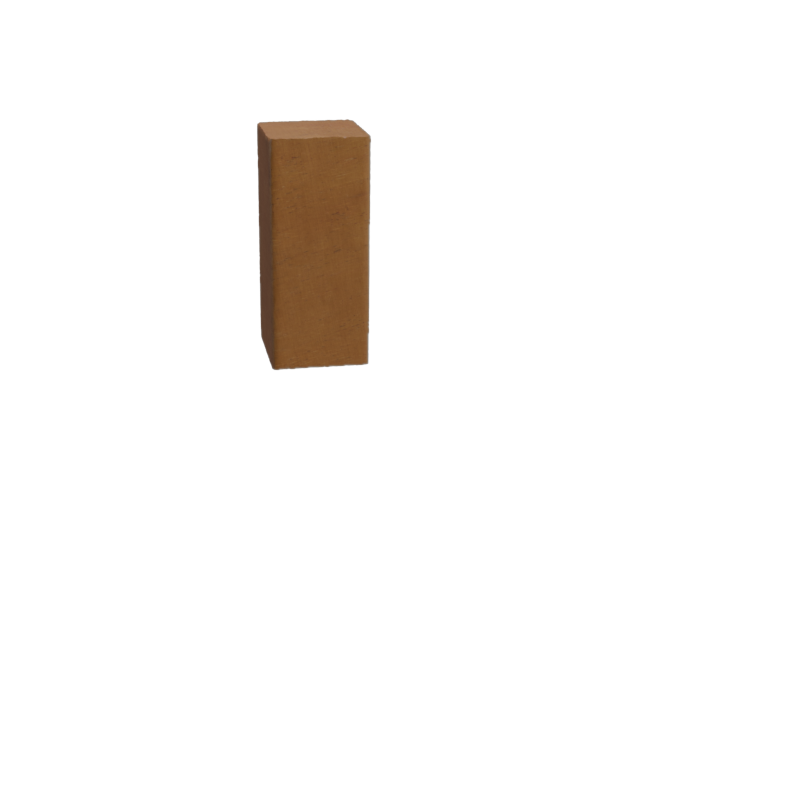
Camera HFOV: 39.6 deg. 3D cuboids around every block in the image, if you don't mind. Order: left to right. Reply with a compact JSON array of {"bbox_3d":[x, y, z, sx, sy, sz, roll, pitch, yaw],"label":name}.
[{"bbox_3d":[-0.079,-0.142,0.995,0.089,0.198,0.096,-3,18,-11],"label":"block"}]
